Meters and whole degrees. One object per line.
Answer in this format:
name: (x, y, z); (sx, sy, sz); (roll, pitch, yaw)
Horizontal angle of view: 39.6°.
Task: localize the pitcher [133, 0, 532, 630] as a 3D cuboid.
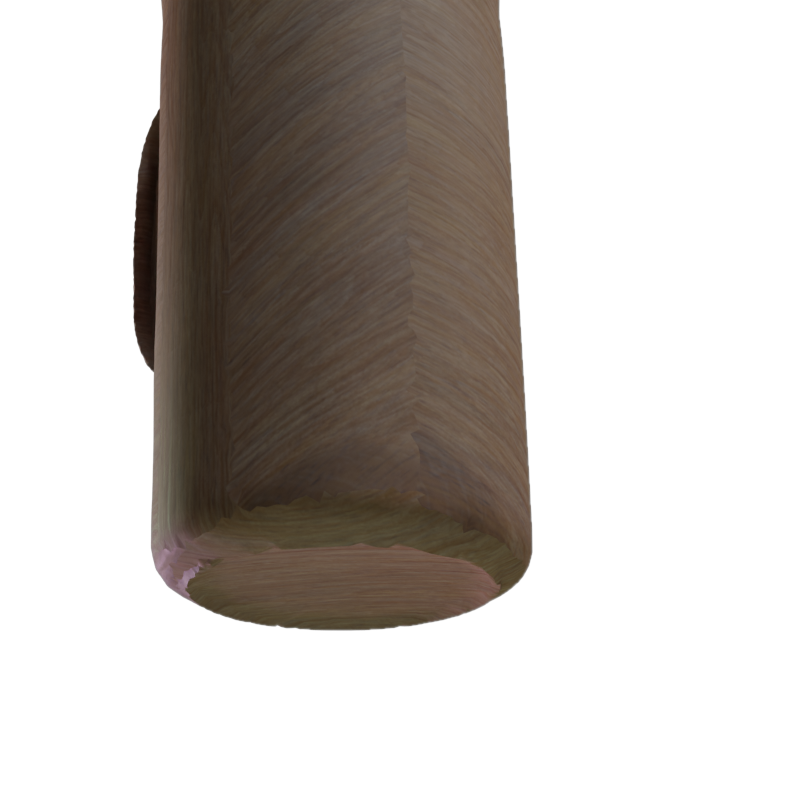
pitcher: (-0.030, -0.054, 0.381); (0.144, 0.259, 0.140); (0, -30, -4)
